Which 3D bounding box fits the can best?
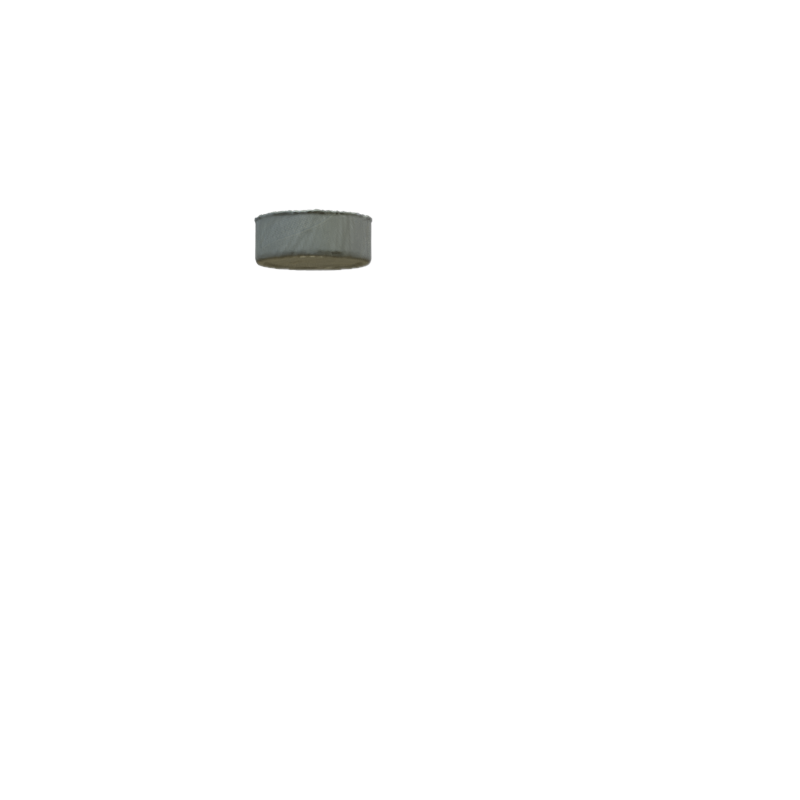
[{"bbox_3d":[-0.063,-0.115,0.802,0.086,0.034,0.085,0,-1,-2],"label":"can"}]
